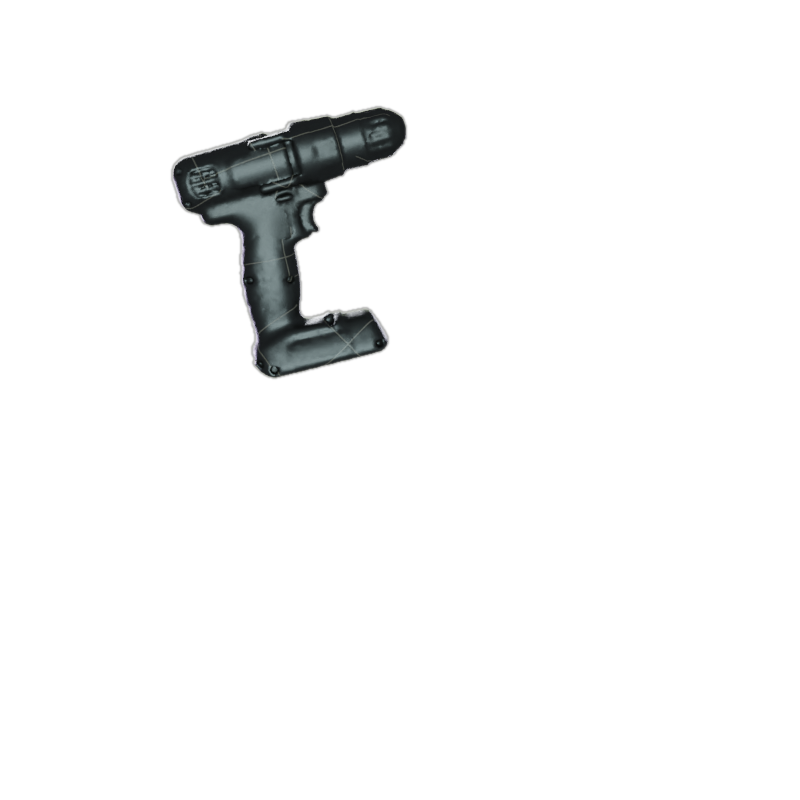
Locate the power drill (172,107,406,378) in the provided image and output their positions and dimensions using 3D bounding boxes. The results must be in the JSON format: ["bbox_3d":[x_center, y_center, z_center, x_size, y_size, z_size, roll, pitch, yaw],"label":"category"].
[{"bbox_3d":[-0.067,-0.123,0.862,0.184,0.186,0.058,-15,4,1],"label":"power drill"}]
